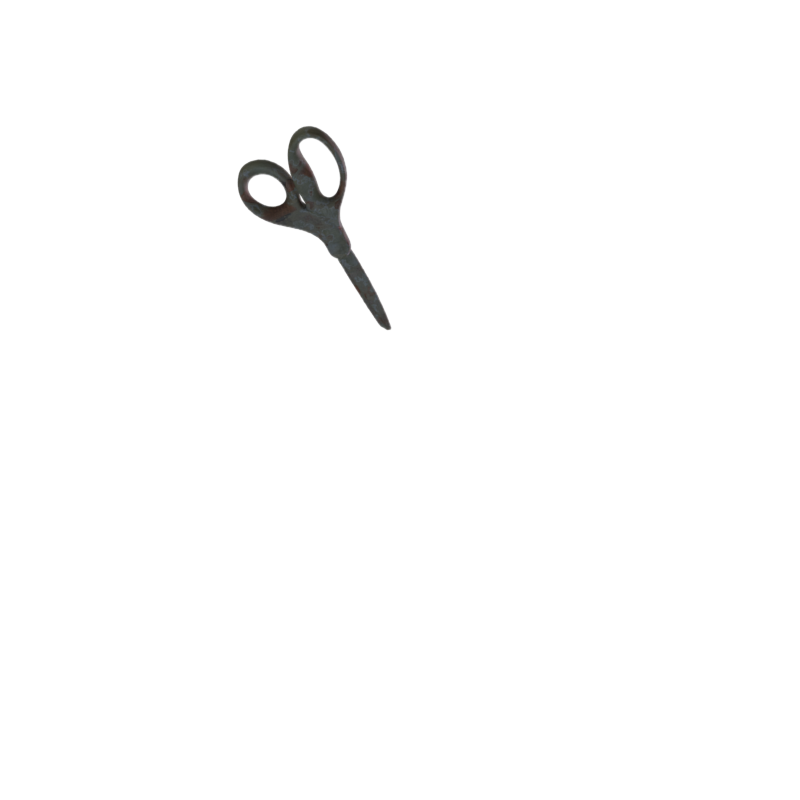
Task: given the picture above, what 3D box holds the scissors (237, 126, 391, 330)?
[{"bbox_3d":[-0.071,-0.129,0.905,0.097,0.188,0.017,-8,34,6],"label":"scissors"}]
